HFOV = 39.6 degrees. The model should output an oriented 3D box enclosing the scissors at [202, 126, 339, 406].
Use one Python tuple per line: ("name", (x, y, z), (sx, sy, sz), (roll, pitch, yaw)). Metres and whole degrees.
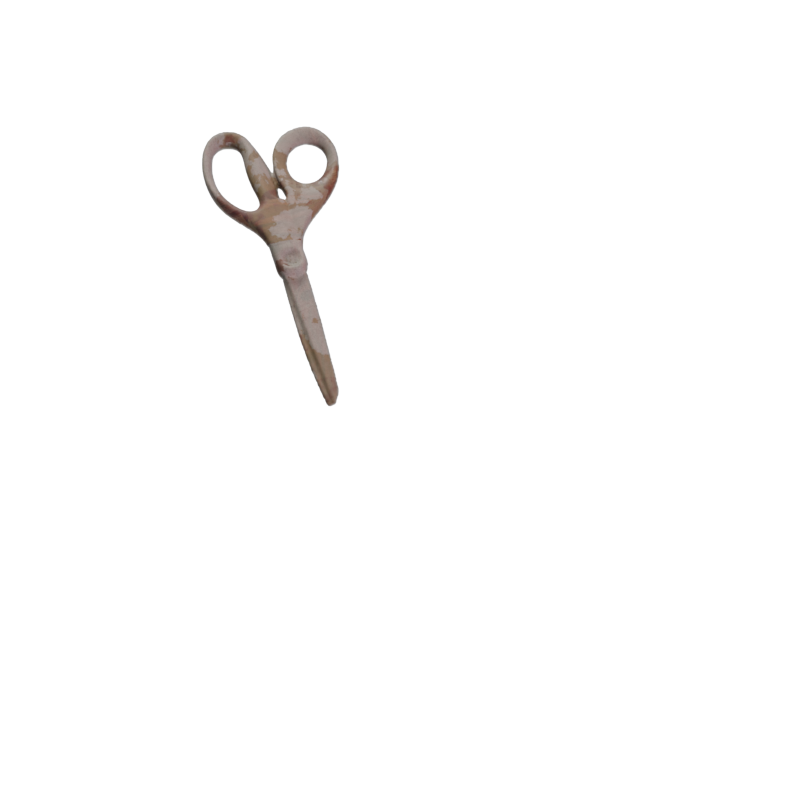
("scissors", (-0.054, -0.098, 0.685), (0.096, 0.215, 0.015), (-27, -27, -15))
